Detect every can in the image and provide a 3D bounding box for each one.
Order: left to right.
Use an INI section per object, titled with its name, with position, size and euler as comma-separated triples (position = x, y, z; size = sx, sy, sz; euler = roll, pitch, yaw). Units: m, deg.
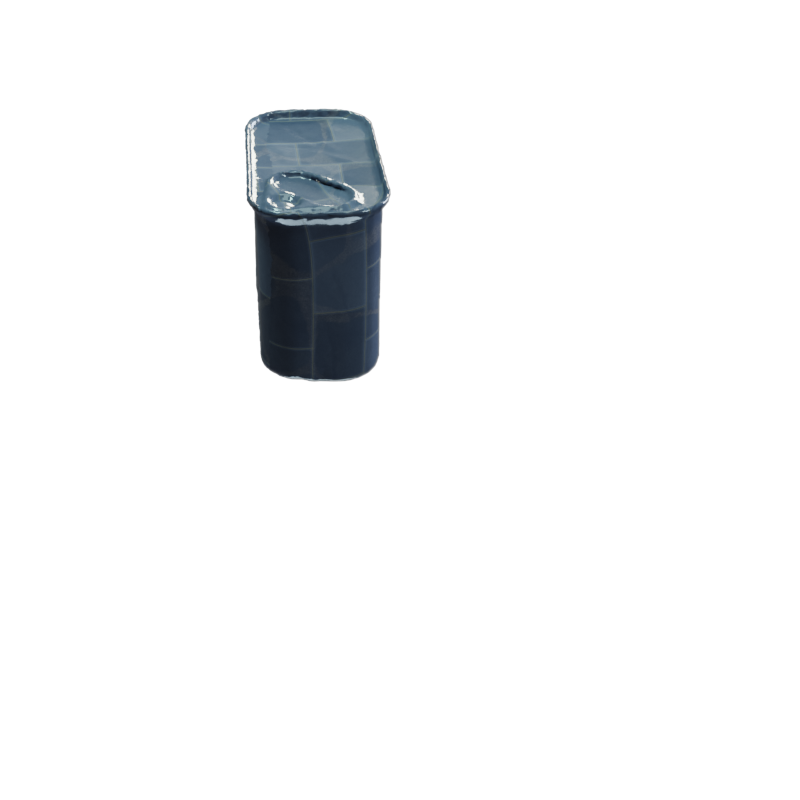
[can]
position = -0.038, -0.069, 0.487
size = 0.057, 0.079, 0.109
euler = -2, 34, -6
